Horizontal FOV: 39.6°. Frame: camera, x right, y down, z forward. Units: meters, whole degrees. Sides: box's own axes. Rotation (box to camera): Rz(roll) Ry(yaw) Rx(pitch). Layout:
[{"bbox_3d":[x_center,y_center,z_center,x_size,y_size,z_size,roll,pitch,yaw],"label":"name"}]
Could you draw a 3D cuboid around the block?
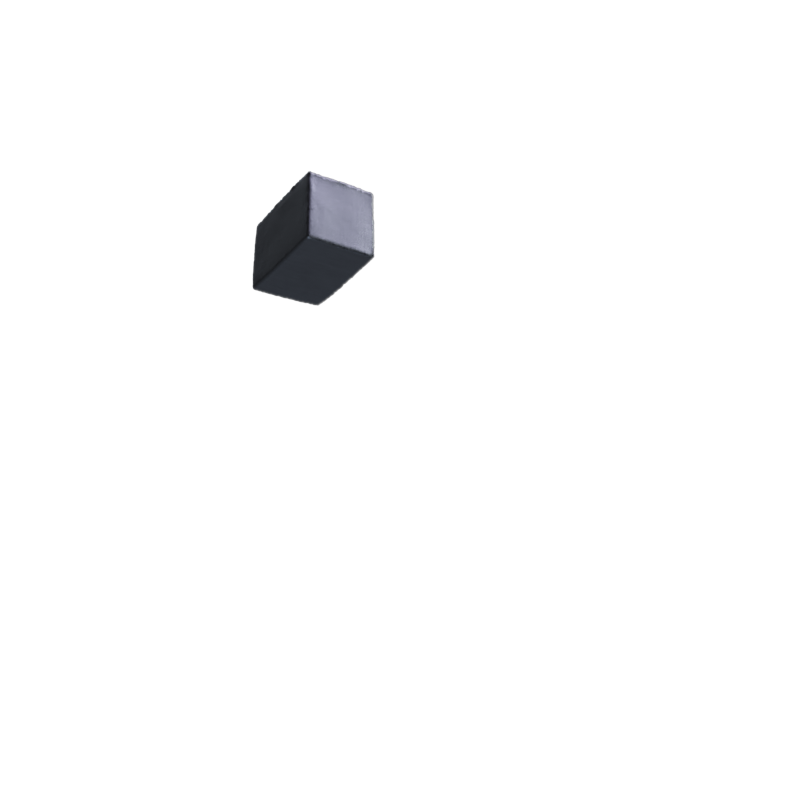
[{"bbox_3d":[-0.058,-0.106,0.745,0.050,0.054,0.077,16,-32,-29],"label":"block"}]
